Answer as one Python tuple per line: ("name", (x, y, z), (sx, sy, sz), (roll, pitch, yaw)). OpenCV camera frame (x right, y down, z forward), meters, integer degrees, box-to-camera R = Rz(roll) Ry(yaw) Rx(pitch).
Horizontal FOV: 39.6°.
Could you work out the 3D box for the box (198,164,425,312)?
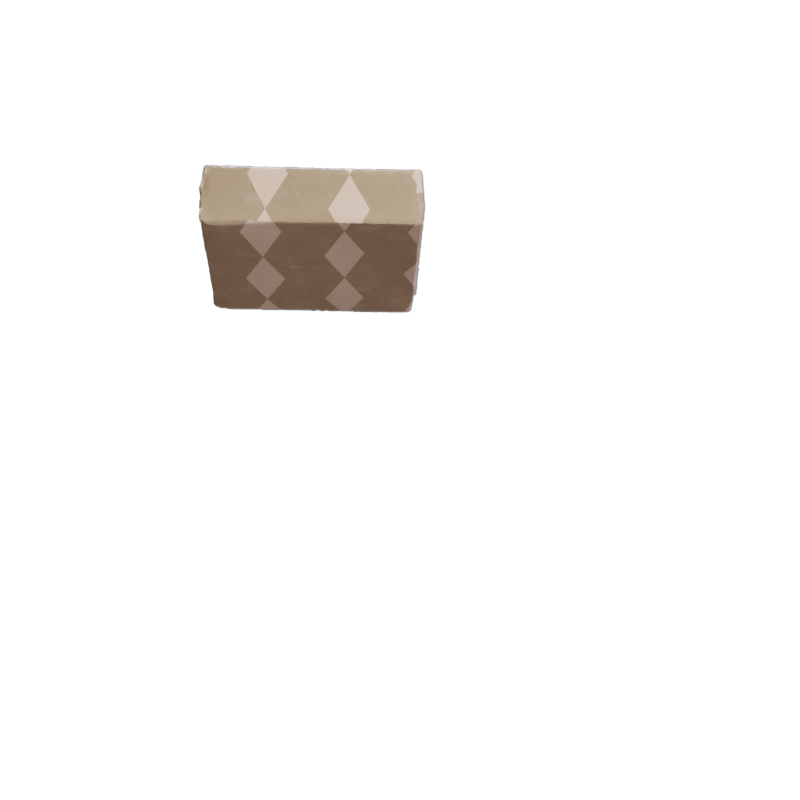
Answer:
("box", (-0.046, -0.083, 0.583), (0.113, 0.041, 0.084), (0, -28, -1))
